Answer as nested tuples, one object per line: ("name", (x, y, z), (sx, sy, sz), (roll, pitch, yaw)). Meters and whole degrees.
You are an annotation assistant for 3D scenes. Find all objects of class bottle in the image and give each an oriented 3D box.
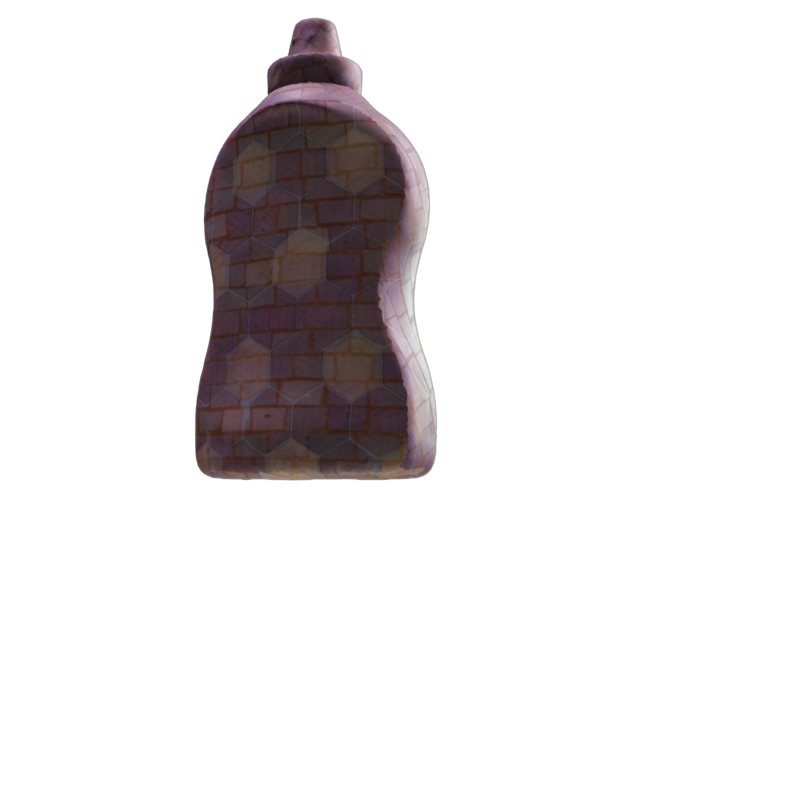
("bottle", (-0.036, -0.065, 0.457), (0.098, 0.197, 0.055), (-6, -13, 27))
